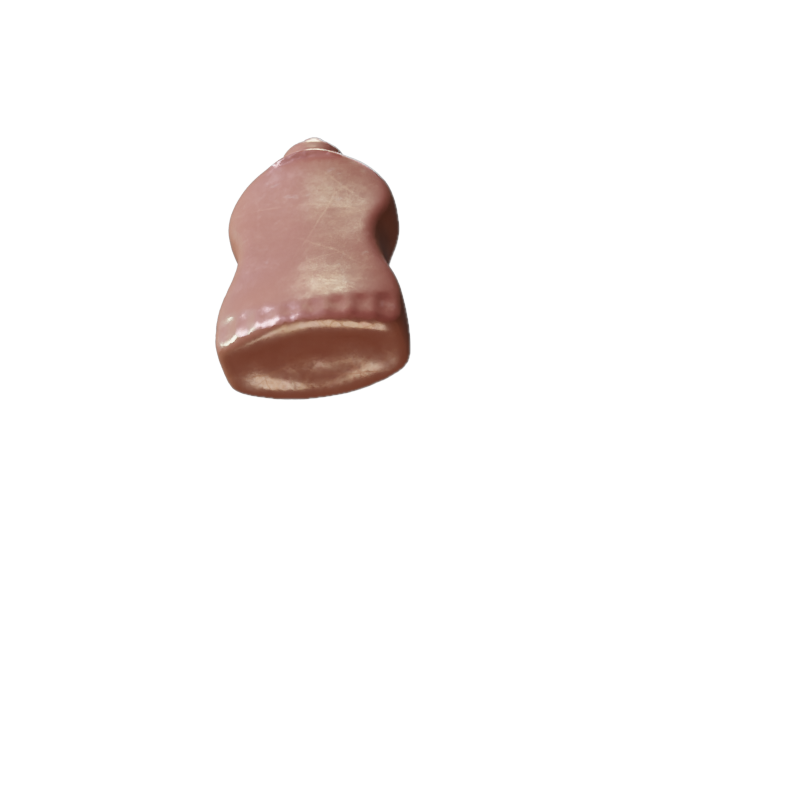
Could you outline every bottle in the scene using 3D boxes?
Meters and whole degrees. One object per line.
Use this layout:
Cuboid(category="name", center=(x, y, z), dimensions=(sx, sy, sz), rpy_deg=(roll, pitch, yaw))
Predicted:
Cuboid(category="bottle", center=(-0.048, -0.088, 0.619), dimensions=(0.097, 0.054, 0.206), rpy_deg=(-11, 43, 6))
